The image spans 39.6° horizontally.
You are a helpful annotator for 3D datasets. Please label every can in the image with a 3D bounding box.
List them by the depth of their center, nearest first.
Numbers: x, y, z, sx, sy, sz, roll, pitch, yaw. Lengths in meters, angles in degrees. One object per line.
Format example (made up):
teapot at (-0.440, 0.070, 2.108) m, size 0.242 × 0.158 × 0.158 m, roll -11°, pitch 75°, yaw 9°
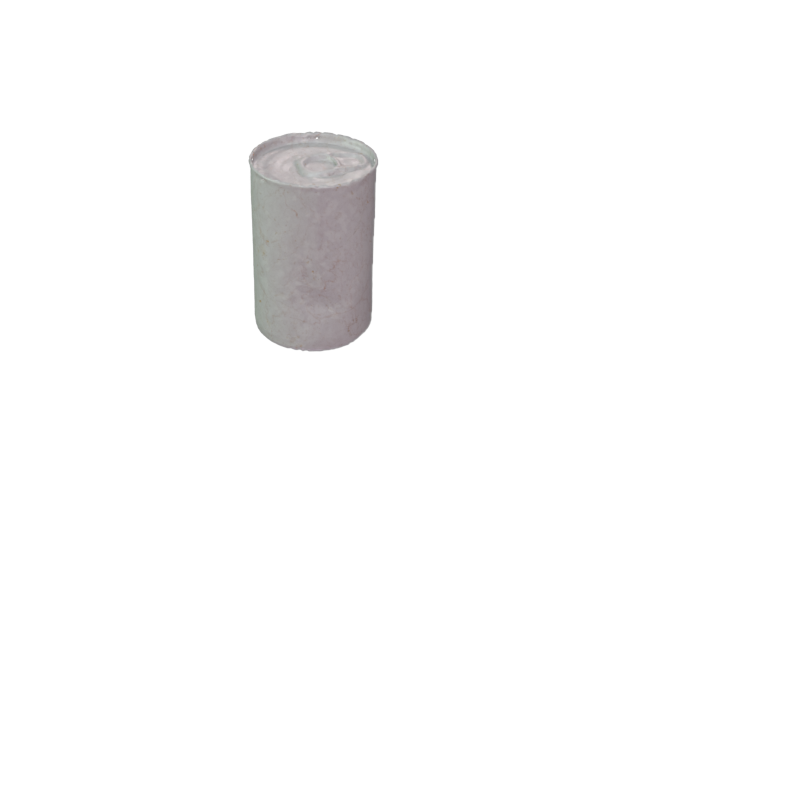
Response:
can at (-0.047, -0.087, 0.606) m, size 0.068 × 0.096 × 0.073 m, roll 0°, pitch 33°, yaw -3°
